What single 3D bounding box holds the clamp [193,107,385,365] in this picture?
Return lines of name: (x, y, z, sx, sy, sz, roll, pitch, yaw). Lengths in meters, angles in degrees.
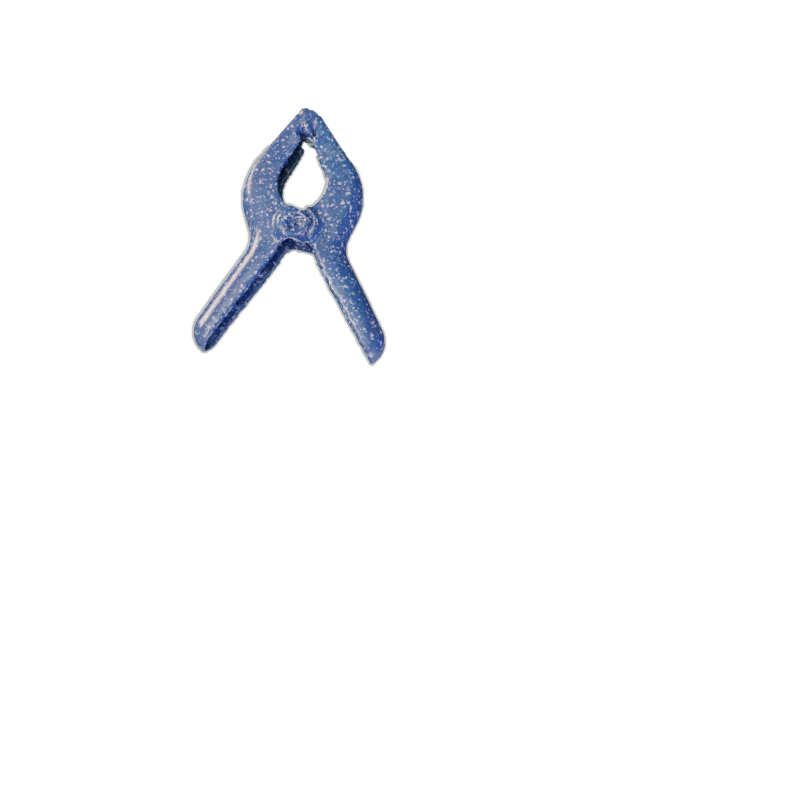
clamp: (-0.056, -0.102, 0.714, 0.121, 0.176, 0.038, 13, -13, 3)
